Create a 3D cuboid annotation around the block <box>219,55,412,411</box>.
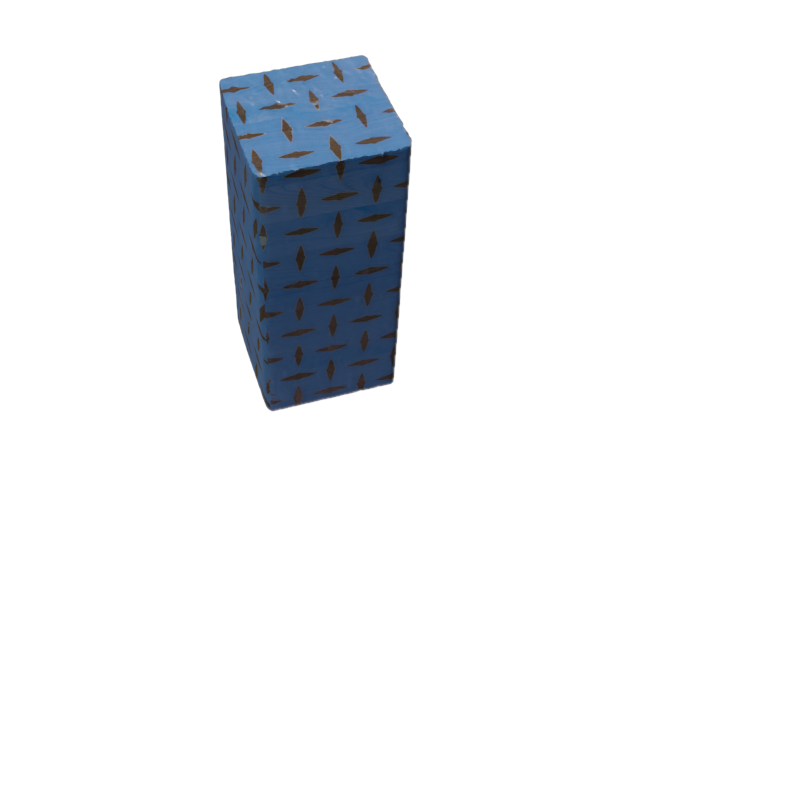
[{"bbox_3d":[-0.054,-0.097,0.683,0.090,0.098,0.192,-12,-39,-13],"label":"block"}]
